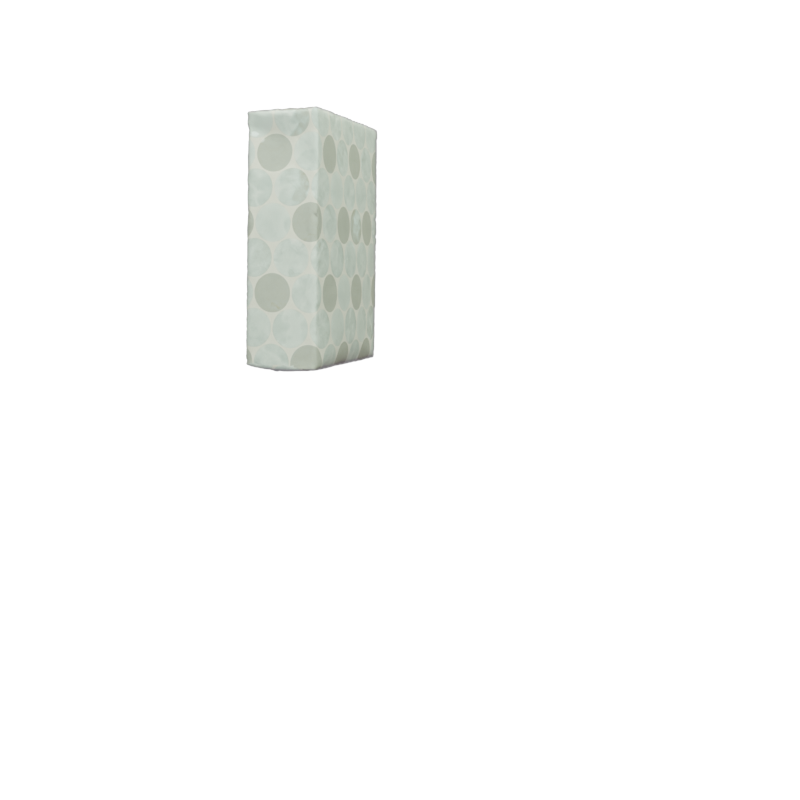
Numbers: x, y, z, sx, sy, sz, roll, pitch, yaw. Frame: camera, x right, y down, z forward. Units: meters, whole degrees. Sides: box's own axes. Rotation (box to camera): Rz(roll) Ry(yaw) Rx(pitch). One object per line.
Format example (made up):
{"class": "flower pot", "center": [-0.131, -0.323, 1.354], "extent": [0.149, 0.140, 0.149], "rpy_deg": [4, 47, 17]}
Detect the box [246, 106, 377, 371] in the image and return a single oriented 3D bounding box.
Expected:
{"class": "box", "center": [-0.076, -0.138, 0.967], "extent": [0.073, 0.214, 0.161], "rpy_deg": [0, 1, 17]}
